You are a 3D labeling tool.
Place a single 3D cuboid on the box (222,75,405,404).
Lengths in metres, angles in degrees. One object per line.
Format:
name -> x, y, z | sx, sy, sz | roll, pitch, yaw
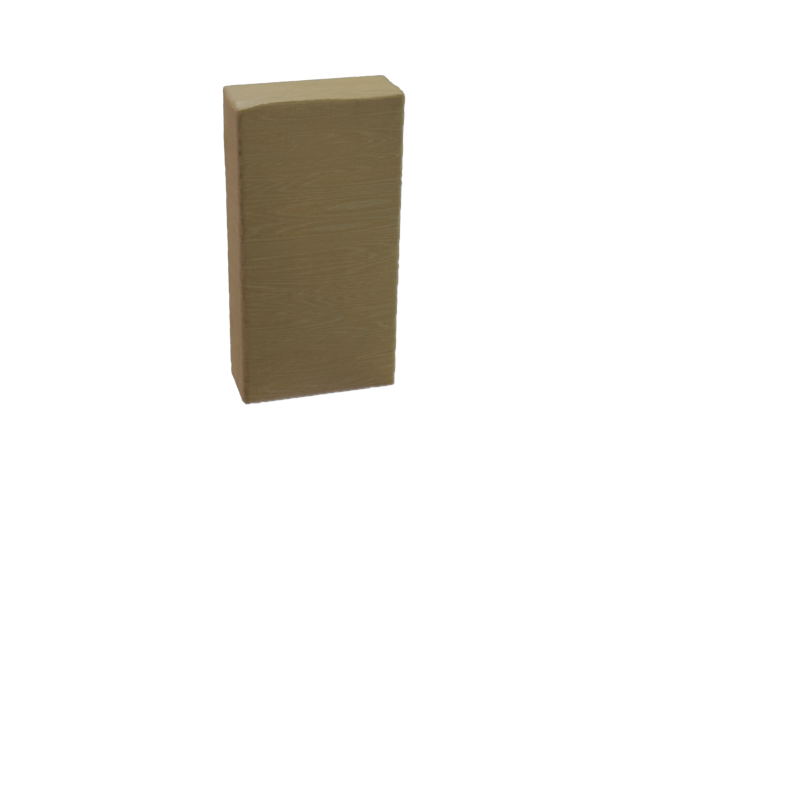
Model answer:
box -> -0.048, -0.088, 0.615 | 0.092, 0.166, 0.052 | -7, 29, -15
